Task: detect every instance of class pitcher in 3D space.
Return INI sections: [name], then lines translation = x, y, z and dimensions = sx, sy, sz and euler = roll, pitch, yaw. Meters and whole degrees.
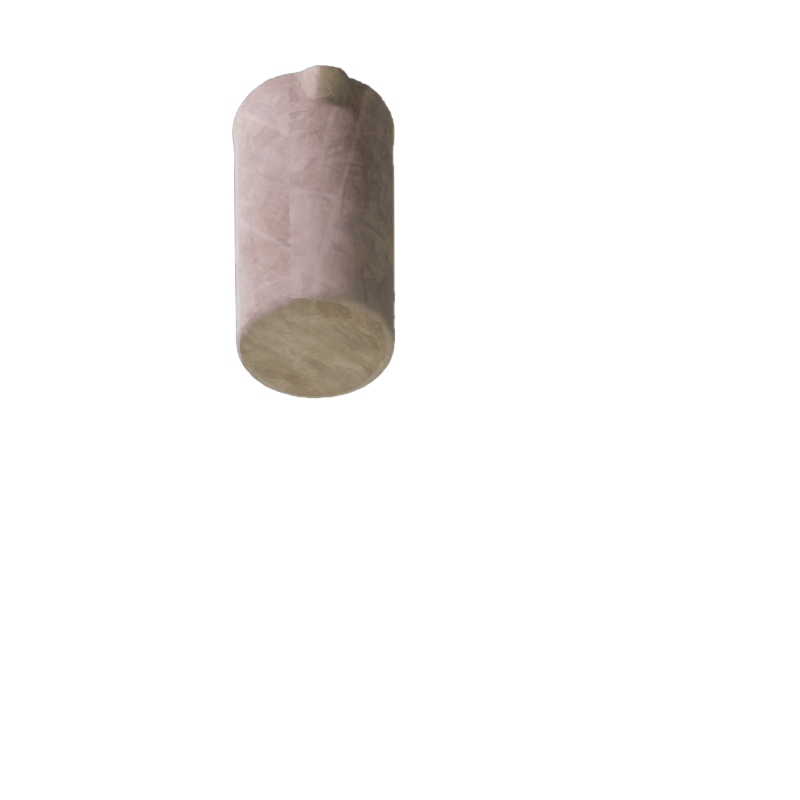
[pitcher]
translation = -0.065, -0.119, 0.836
dimensions = 0.145, 0.261, 0.138
euler = -25, -46, 23
